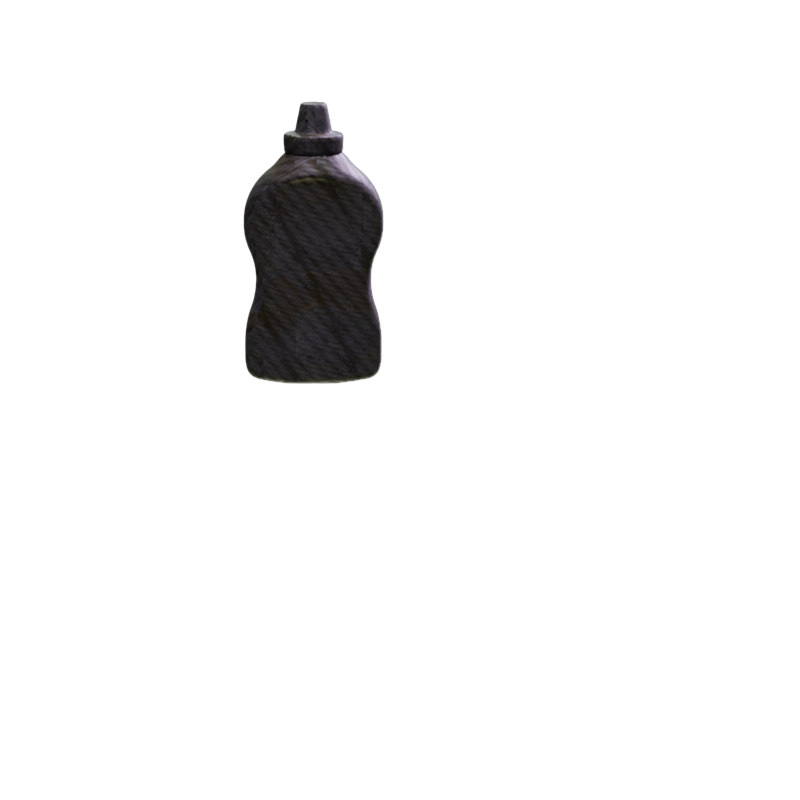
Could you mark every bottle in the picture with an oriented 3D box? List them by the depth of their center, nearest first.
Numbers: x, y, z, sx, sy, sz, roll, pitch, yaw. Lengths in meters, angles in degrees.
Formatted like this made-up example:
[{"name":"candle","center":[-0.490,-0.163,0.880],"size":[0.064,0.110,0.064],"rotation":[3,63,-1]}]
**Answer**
[{"name":"bottle","center":[-0.060,-0.110,0.767],"size":[0.096,0.185,0.060],"rotation":[1,15,-1]}]
